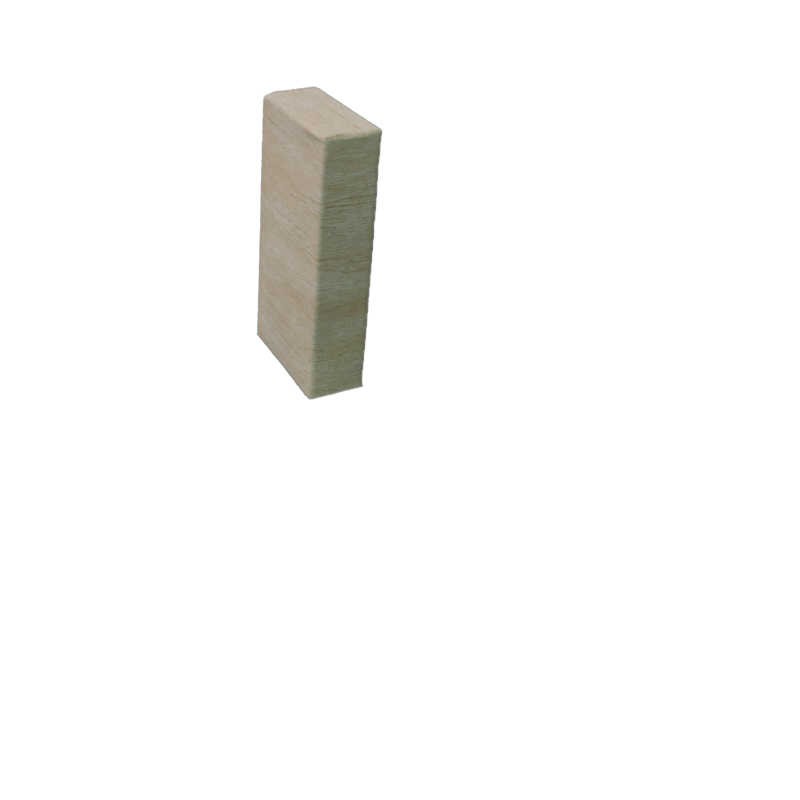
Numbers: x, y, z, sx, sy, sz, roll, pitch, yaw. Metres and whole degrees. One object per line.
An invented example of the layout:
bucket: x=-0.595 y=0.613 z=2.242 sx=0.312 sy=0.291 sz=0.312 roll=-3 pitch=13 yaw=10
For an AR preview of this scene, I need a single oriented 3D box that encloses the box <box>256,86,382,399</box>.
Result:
box: x=-0.055 y=-0.100 z=0.701 sx=0.047 sy=0.167 sz=0.100 roll=-12 pitch=31 yaw=-25
